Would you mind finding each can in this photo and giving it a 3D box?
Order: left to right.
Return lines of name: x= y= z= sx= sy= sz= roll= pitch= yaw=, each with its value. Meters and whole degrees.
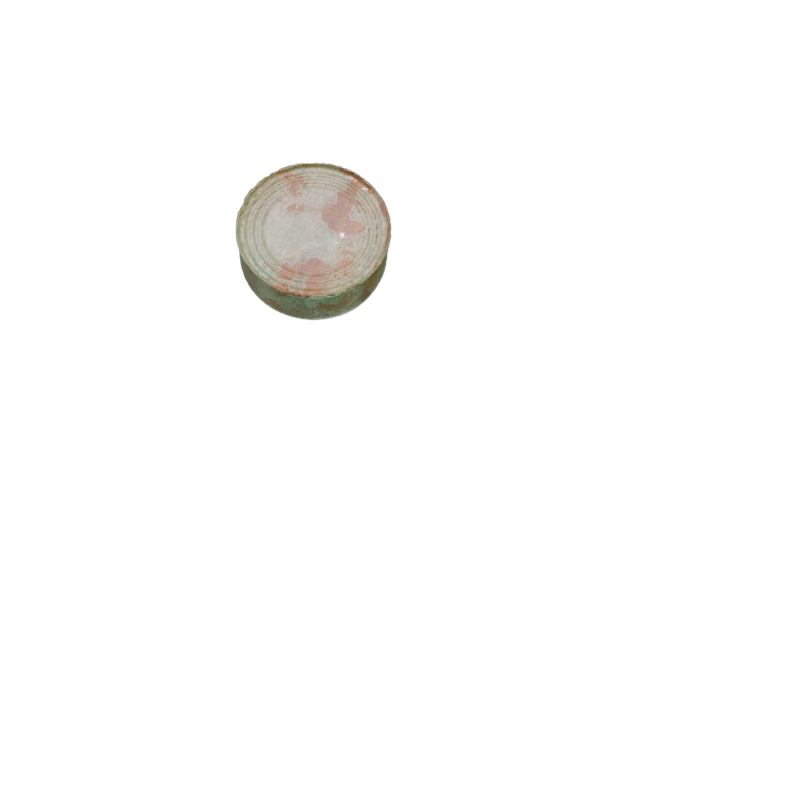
can: x=-0.049 y=-0.089 z=0.623 sx=0.086 sy=0.091 sz=0.032 roll=-1 pitch=-27 yaw=-1
